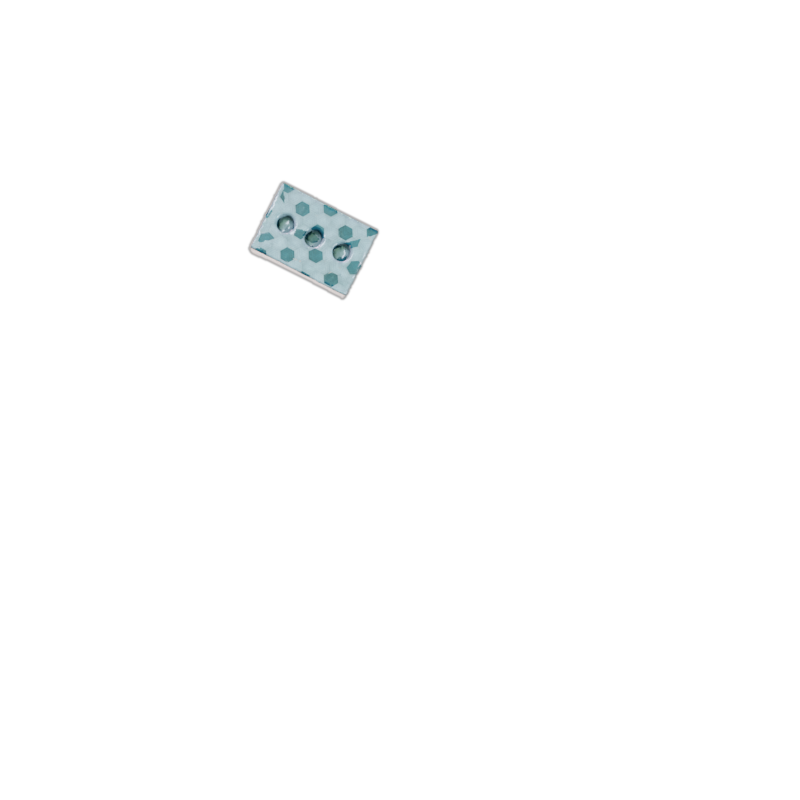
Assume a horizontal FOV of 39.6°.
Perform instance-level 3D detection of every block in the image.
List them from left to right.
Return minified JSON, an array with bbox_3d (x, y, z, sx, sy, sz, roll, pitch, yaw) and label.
[{"bbox_3d":[-0.062,-0.113,0.789,0.078,0.053,0.051,26,-3,0],"label":"block"}]
